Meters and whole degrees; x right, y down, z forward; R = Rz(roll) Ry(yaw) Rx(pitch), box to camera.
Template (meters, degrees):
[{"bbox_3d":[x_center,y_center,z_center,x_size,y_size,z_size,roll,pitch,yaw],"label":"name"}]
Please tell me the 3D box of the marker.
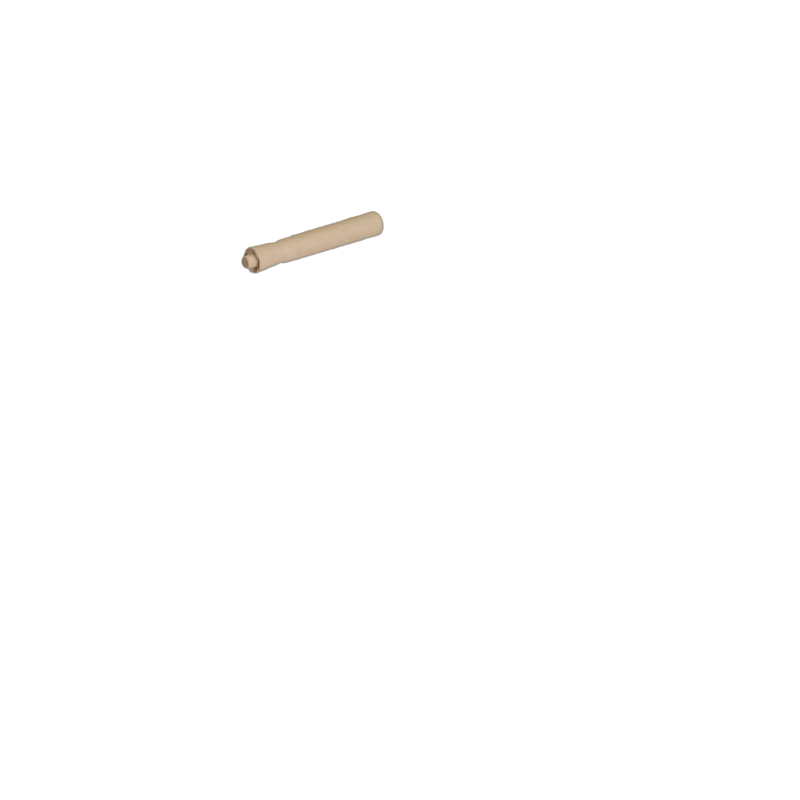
[{"bbox_3d":[-0.061,-0.112,0.782,0.119,0.019,0.021,-24,18,-38],"label":"marker"}]
